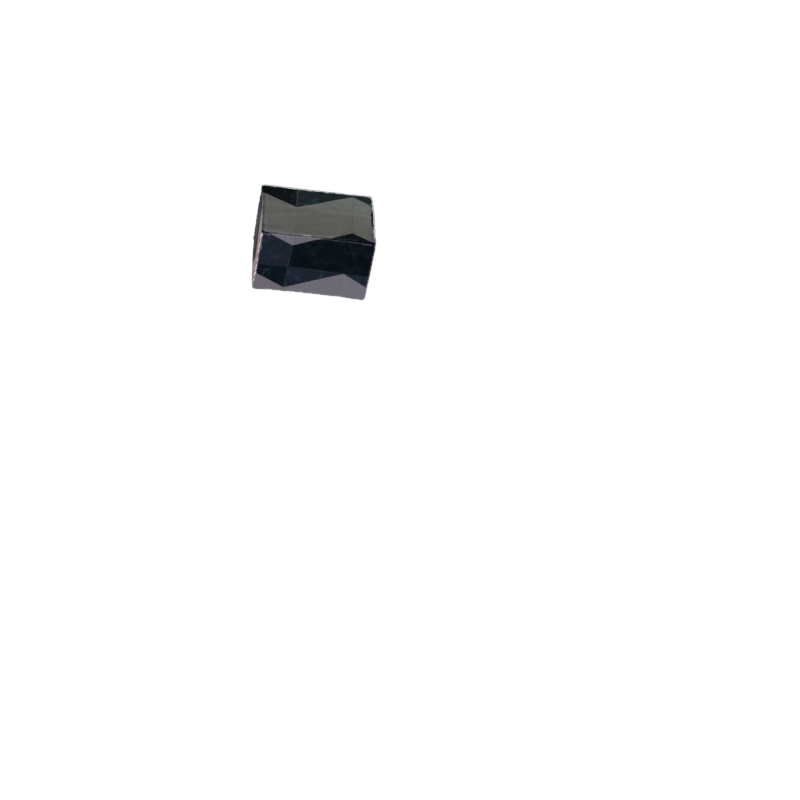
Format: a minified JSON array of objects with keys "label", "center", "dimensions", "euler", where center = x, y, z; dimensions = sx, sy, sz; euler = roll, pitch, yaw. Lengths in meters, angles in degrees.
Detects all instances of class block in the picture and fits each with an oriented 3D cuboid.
[{"label":"block","center":[-0.058,-0.106,0.745],"dimensions":[0.077,0.055,0.050],"euler":[6,-46,-8]}]
